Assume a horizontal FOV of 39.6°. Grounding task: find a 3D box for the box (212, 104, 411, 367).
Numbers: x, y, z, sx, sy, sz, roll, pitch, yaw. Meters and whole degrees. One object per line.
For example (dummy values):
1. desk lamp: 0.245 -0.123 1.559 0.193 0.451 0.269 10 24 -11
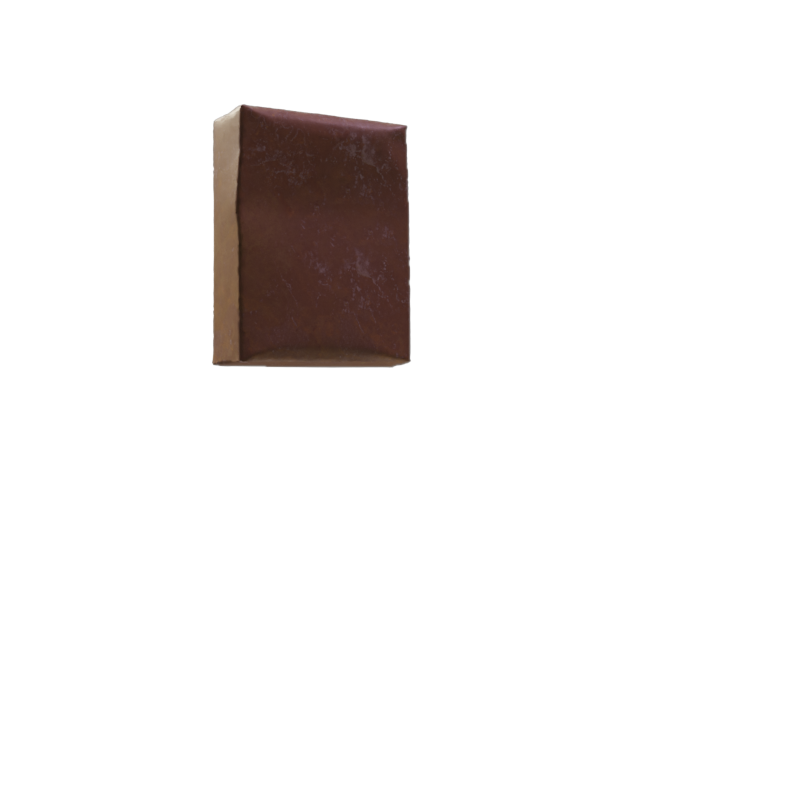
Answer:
1. box: -0.074 -0.136 0.950 0.158 0.218 0.073 2 -8 -28
